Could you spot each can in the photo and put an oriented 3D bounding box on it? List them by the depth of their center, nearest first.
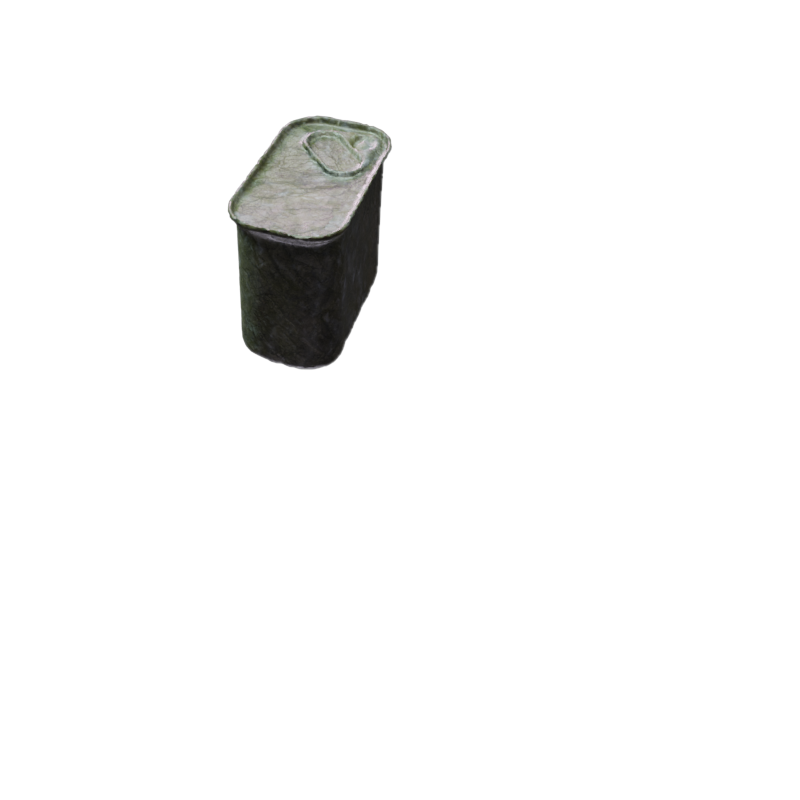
[{"bbox_3d":[-0.043,-0.078,0.549,0.059,0.078,0.107,12,42,11],"label":"can"}]
